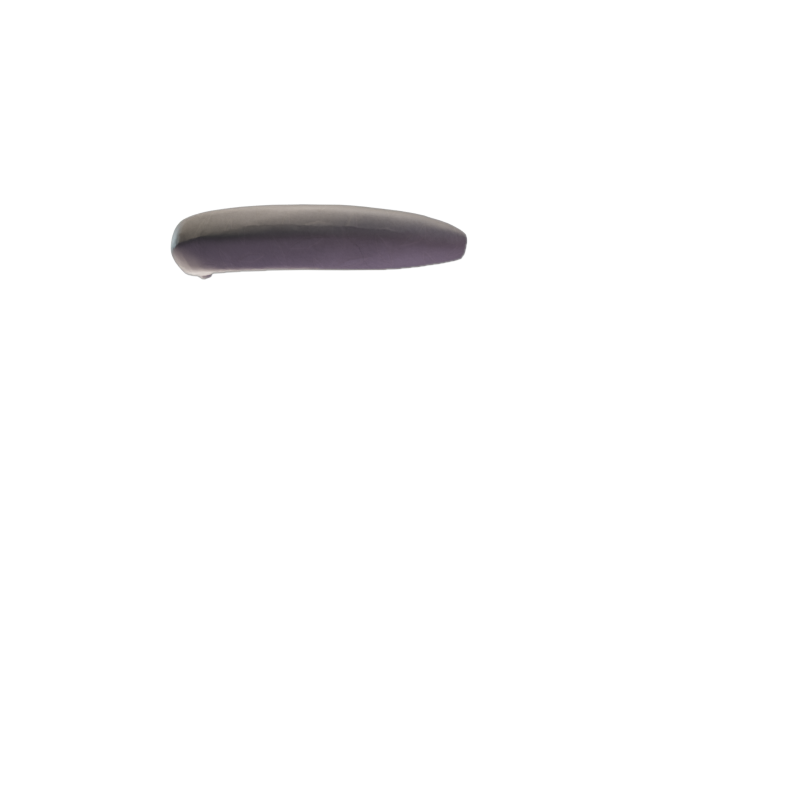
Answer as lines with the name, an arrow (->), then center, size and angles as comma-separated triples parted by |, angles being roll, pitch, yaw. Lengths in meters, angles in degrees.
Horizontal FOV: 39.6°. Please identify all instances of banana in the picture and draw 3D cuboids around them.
banana -> -0.062, -0.088, 0.610 | 0.205, 0.037, 0.067 | 3, 3, 37
